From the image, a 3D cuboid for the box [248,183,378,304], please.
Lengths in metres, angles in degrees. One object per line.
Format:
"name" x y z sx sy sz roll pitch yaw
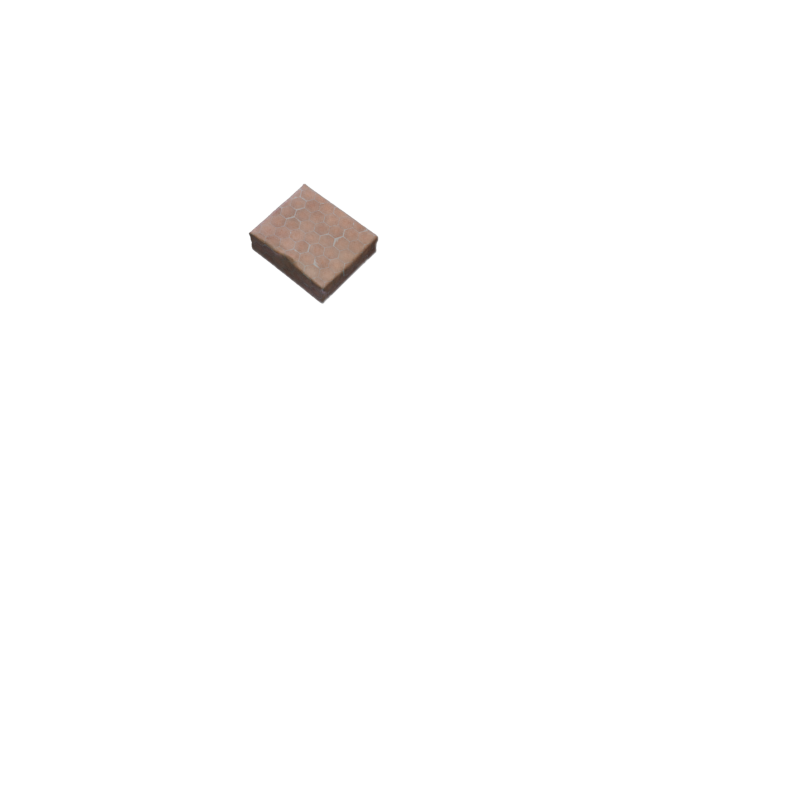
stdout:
"box" -0.076 -0.139 0.973 0.094 0.074 0.028 38 -24 20
